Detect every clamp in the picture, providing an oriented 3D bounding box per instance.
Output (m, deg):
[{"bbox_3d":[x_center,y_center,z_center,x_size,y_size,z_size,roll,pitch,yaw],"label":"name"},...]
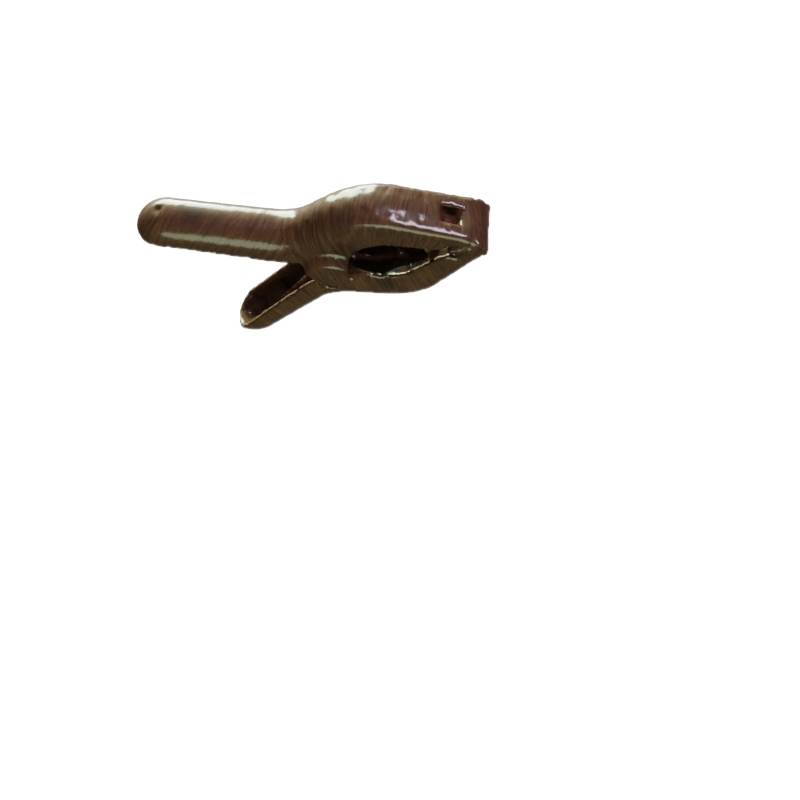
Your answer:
[{"bbox_3d":[-0.044,-0.080,0.557,0.174,0.041,0.112,-12,-23,30],"label":"clamp"}]
